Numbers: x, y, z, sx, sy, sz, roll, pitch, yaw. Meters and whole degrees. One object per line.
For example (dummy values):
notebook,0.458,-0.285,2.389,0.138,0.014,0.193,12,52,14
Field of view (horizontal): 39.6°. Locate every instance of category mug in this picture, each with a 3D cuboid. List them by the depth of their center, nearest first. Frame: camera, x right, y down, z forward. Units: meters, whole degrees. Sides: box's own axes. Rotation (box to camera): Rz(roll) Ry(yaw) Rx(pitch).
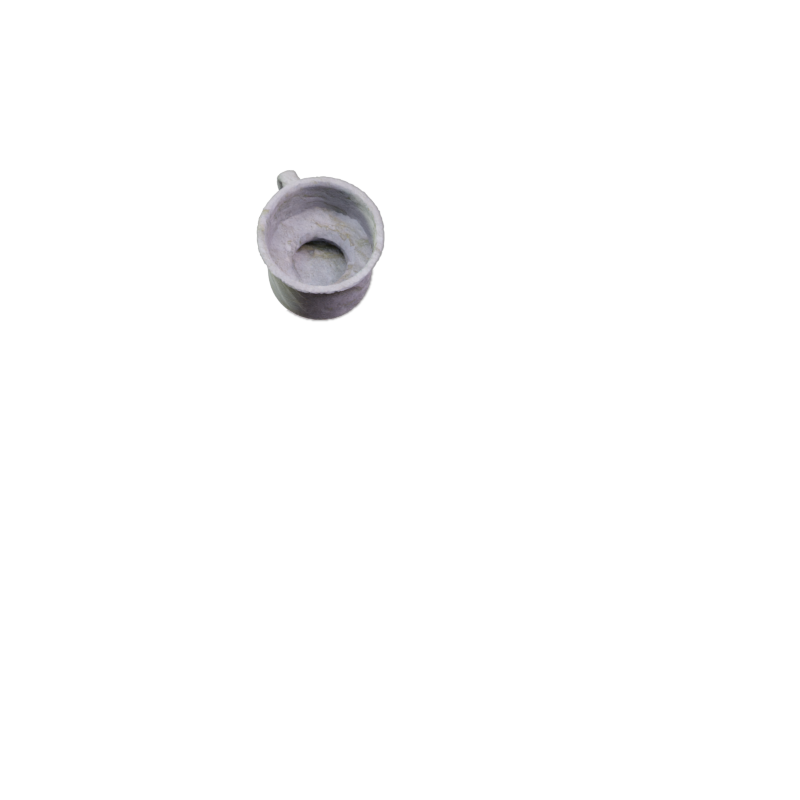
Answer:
mug,-0.066,-0.120,0.843,0.093,0.123,0.078,-25,-18,-11
